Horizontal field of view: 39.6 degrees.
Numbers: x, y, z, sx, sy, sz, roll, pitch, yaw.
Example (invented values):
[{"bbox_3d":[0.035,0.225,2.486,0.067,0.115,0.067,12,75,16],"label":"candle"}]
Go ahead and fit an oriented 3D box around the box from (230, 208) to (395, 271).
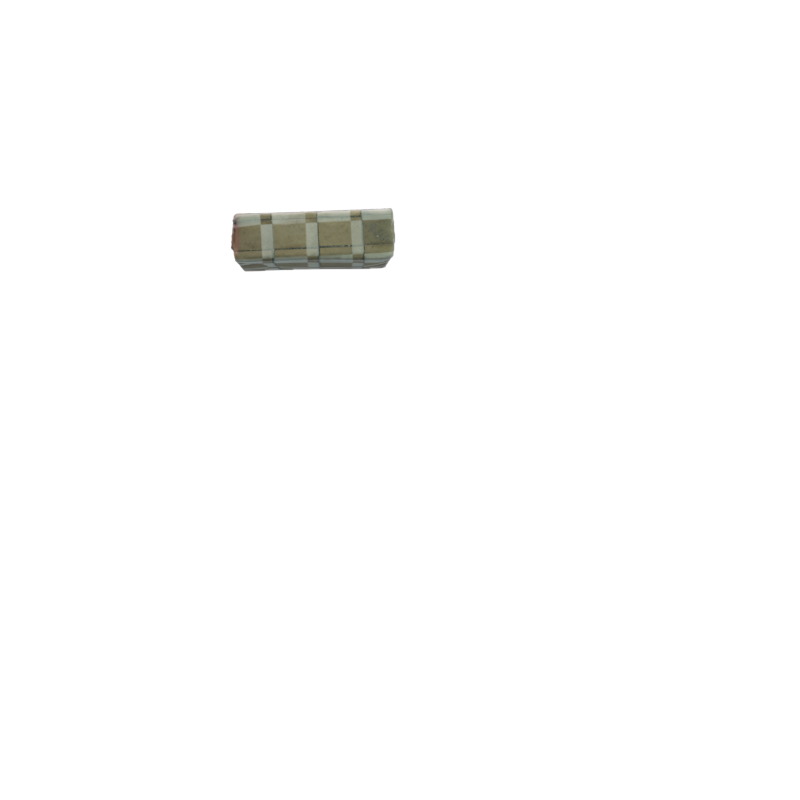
[{"bbox_3d":[-0.063,-0.115,0.804,0.113,0.039,0.090,0,2,-2],"label":"box"}]
